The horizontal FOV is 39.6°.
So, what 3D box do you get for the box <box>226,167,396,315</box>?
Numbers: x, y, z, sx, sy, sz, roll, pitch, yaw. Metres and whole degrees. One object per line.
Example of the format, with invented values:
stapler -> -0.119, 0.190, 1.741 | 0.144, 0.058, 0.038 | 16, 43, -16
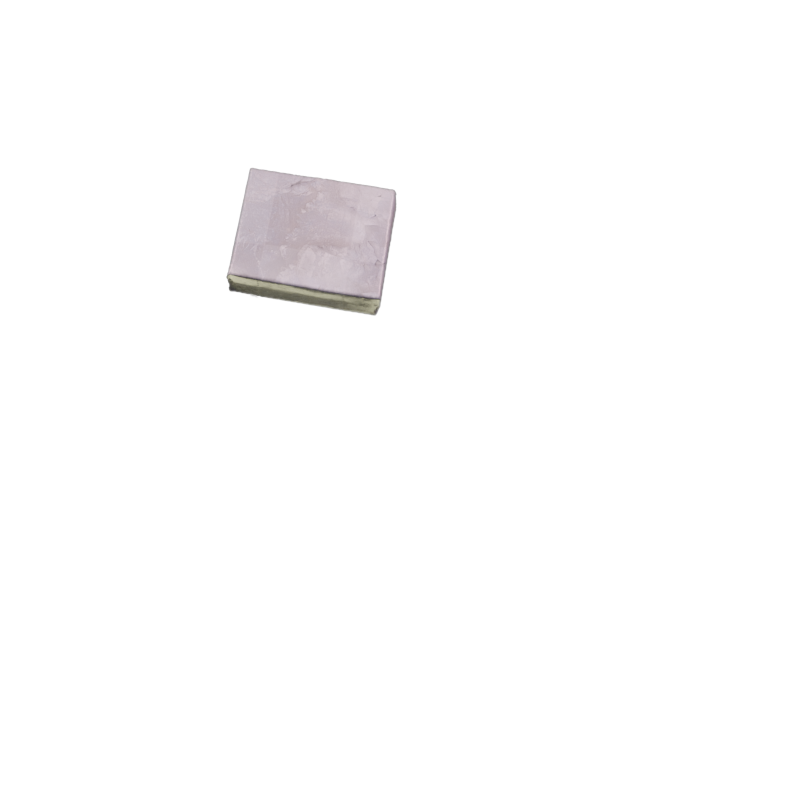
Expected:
box -> -0.064, -0.116, 0.814 | 0.114, 0.094, 0.037 | 8, -25, 3
